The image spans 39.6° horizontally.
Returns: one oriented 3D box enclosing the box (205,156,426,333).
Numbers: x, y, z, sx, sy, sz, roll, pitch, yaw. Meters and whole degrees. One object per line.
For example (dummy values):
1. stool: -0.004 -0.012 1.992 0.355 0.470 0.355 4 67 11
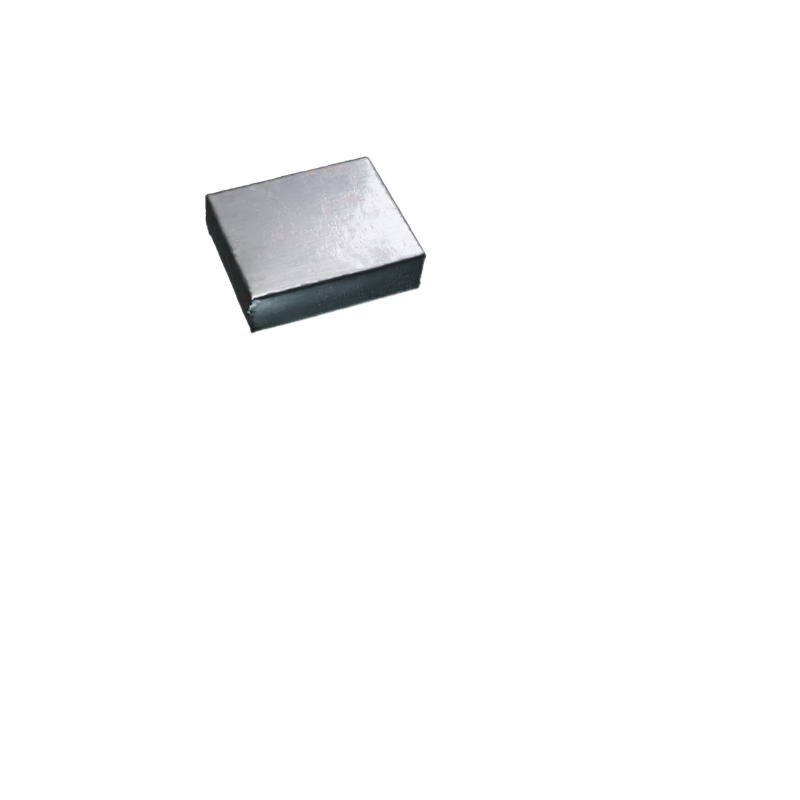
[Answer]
1. box: -0.053 -0.097 0.680 0.112 0.097 0.036 -18 -36 -14
